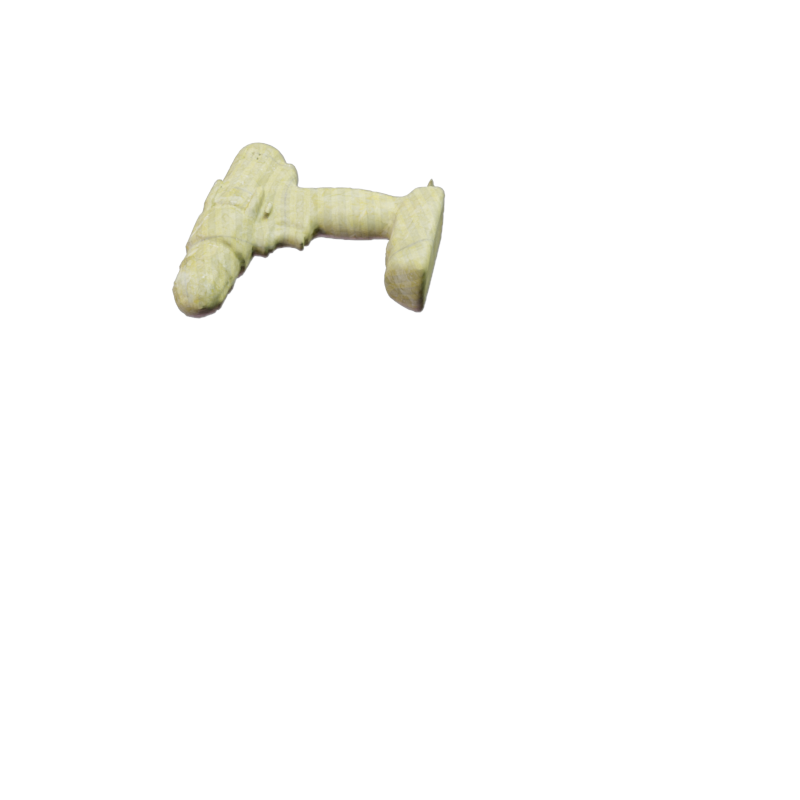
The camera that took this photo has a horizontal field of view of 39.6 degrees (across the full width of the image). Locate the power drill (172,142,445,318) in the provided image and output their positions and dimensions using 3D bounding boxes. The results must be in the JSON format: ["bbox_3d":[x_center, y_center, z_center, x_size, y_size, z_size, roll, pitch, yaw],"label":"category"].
[{"bbox_3d":[-0.067,-0.122,0.854,0.191,0.195,0.053,11,-41,9],"label":"power drill"}]
